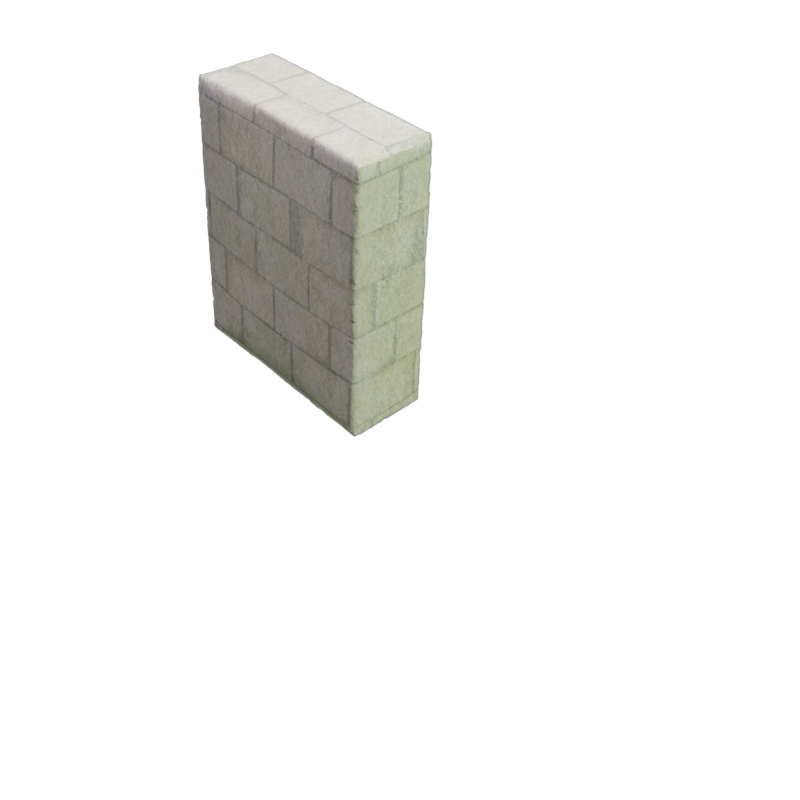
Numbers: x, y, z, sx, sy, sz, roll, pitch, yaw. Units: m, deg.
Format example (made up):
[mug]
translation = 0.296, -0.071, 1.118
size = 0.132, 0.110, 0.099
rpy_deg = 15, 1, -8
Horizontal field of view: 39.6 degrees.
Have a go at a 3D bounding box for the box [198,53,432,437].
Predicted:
[box]
translation = -0.059, -0.108, 0.757
size = 0.071, 0.200, 0.176
rpy_deg = -25, 45, -33
